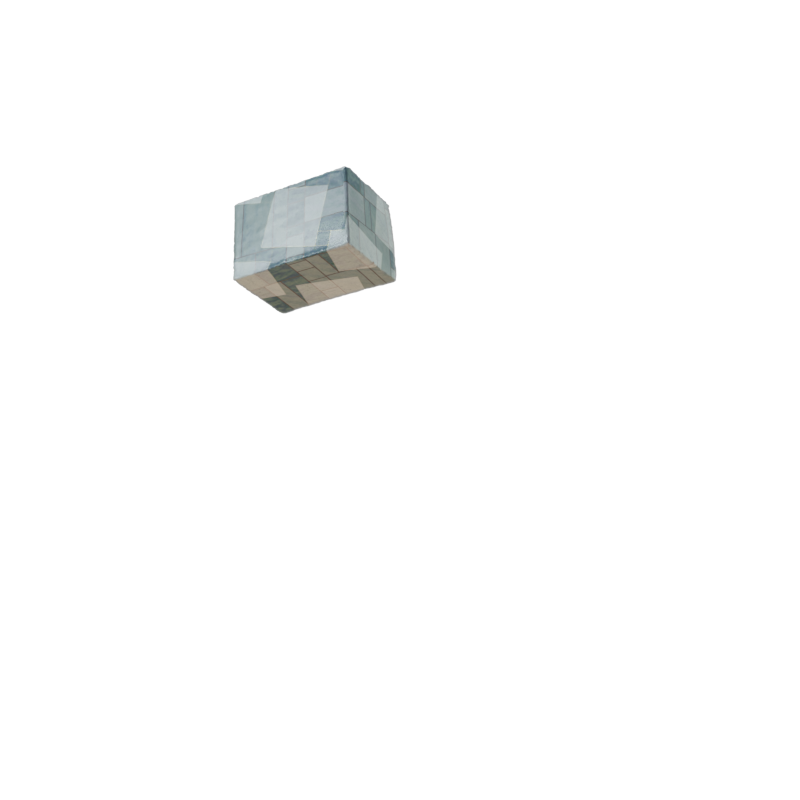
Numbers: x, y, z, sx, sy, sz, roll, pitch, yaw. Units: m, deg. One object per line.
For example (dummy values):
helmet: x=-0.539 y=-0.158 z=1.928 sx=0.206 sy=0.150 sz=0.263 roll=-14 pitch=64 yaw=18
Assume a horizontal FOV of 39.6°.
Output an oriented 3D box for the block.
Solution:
block: x=-0.049 y=-0.090 z=0.627 sx=0.079 sy=0.054 sz=0.049 roll=-14 pitch=-29 yaw=26
